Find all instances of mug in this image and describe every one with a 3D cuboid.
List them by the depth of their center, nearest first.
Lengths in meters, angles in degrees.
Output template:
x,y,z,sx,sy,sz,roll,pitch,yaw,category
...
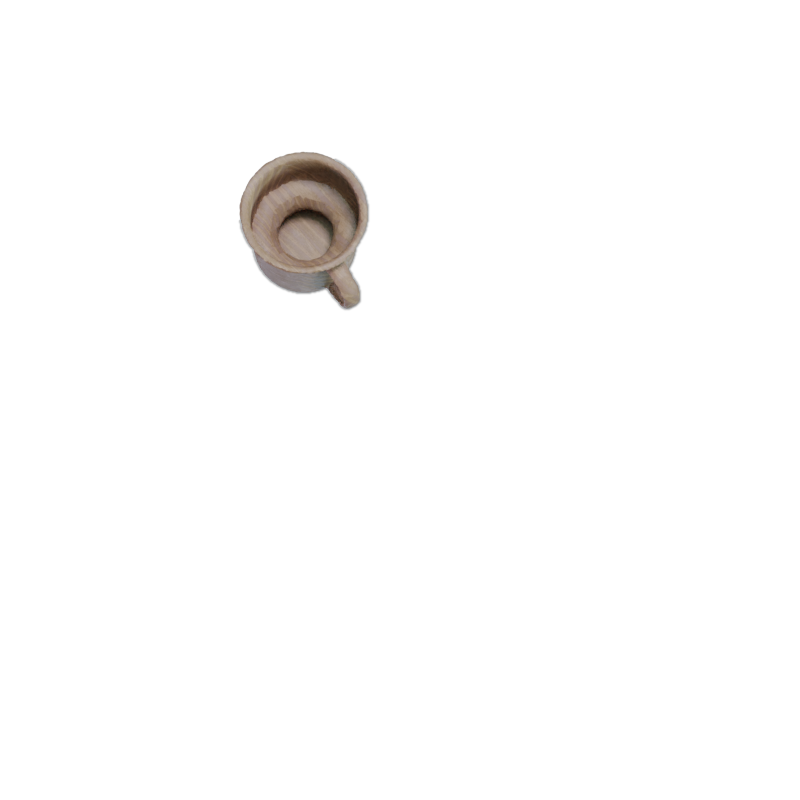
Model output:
x,y,z,sx,sy,sz,roll,pitch,yaw,category
-0.065,-0.119,0.831,0.093,0.122,0.078,-34,-12,-10,mug
